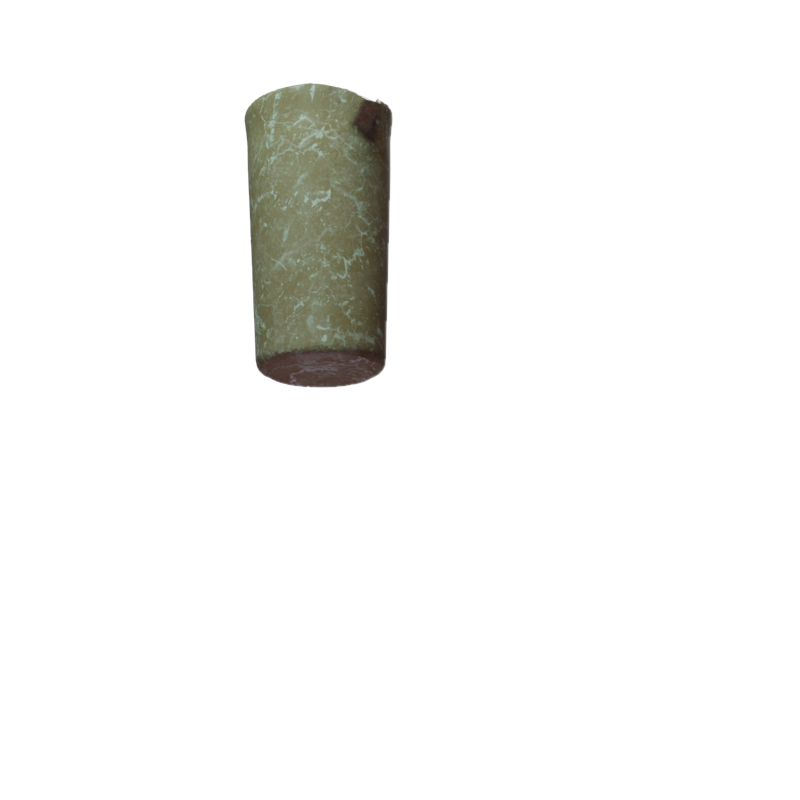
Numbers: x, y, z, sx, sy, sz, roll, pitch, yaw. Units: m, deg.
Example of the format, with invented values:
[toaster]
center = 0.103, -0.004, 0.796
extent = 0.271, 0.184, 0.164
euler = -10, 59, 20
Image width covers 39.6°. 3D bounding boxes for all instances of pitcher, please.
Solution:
[pitcher]
center = -0.075, -0.138, 0.964
extent = 0.146, 0.254, 0.141
euler = -4, -19, 7
